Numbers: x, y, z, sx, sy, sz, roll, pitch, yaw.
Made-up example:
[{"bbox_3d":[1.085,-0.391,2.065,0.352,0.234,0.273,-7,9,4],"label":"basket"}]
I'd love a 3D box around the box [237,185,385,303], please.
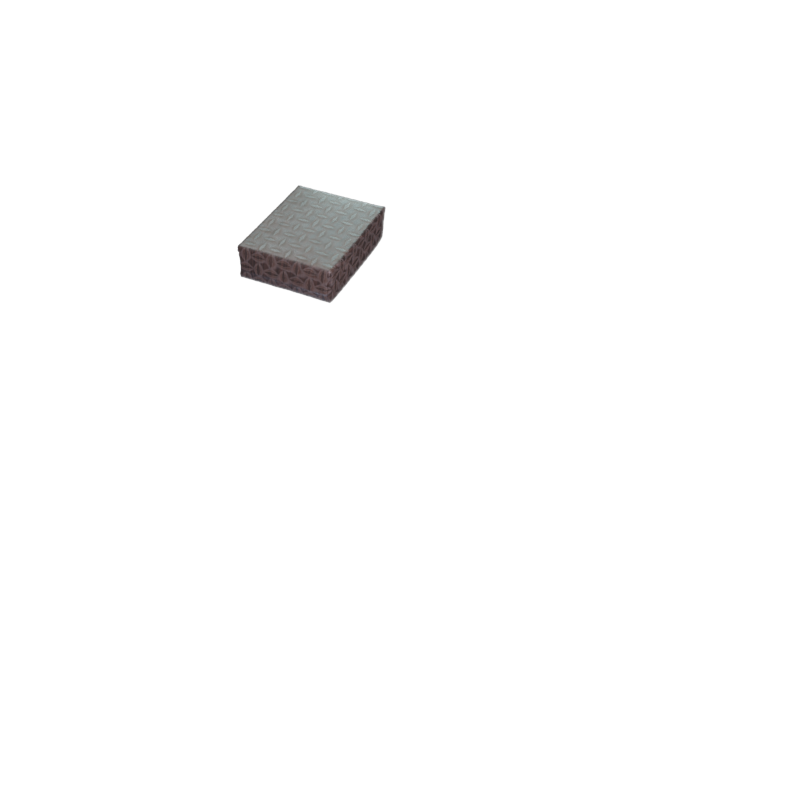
[{"bbox_3d":[-0.076,-0.139,0.971,0.093,0.036,0.117,16,41,19],"label":"box"}]
